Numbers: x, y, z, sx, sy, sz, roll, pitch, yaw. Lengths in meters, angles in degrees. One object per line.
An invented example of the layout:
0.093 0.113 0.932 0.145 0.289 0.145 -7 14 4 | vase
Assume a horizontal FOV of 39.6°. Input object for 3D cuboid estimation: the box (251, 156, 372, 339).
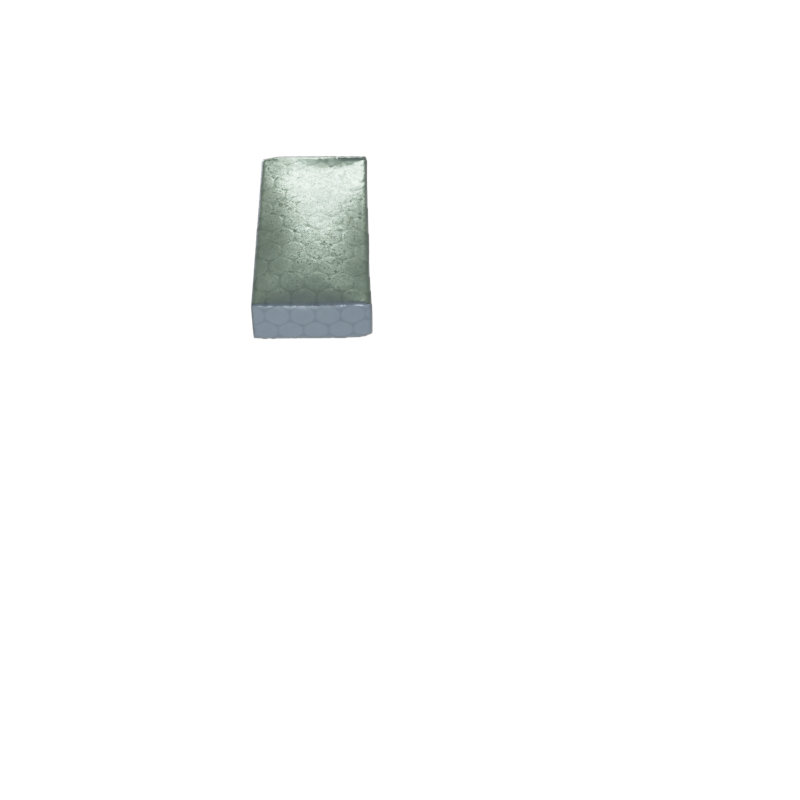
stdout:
-0.071 -0.129 0.902 0.093 0.189 0.045 -2 -40 -1 | box
